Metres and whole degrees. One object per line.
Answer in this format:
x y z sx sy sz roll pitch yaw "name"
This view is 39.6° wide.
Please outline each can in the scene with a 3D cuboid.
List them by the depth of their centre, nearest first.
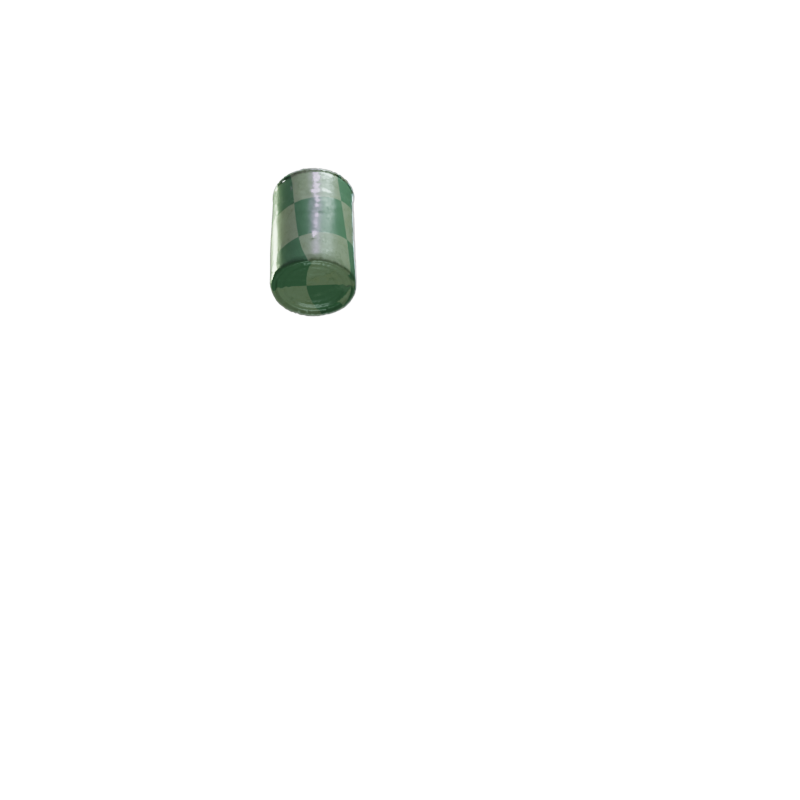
-0.069 -0.126 0.883 0.068 0.110 0.064 -1 -40 -3 "can"
